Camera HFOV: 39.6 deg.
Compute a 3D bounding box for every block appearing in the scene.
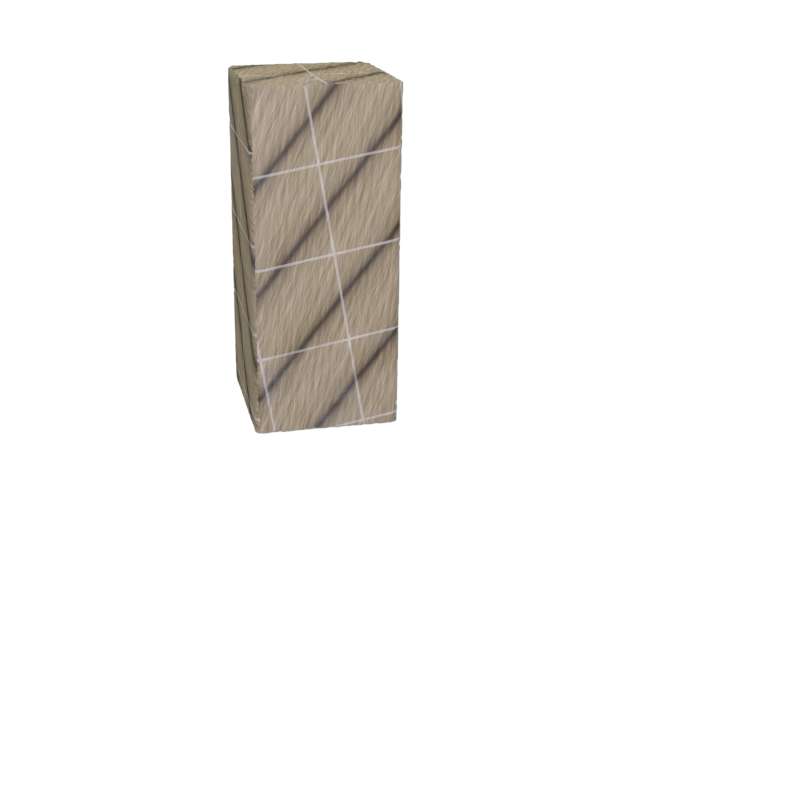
[{"bbox_3d":[-0.053,-0.096,0.674,0.089,0.198,0.096,-3,20,-14],"label":"block"}]
